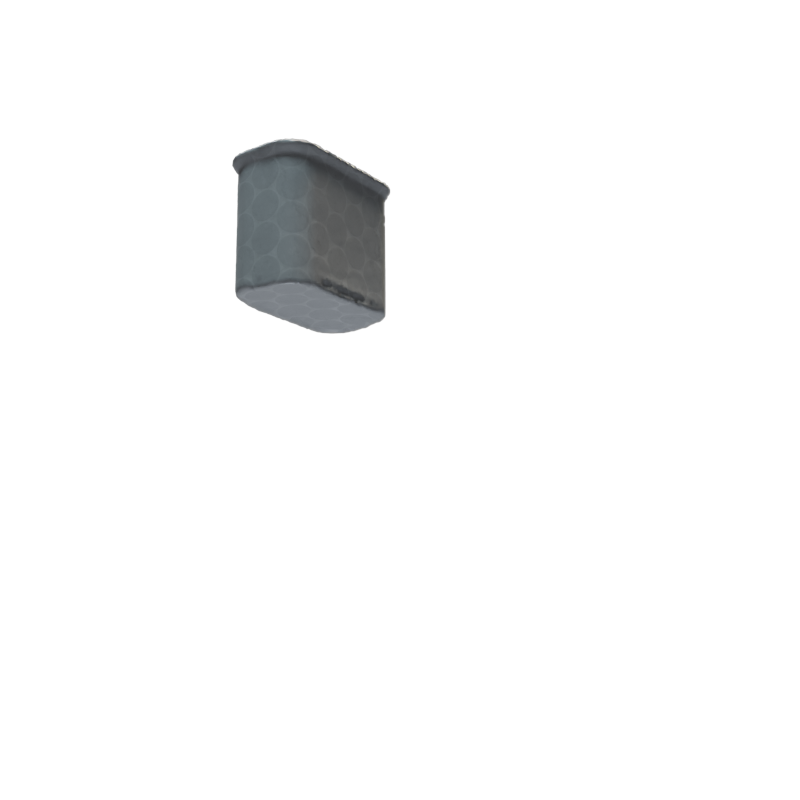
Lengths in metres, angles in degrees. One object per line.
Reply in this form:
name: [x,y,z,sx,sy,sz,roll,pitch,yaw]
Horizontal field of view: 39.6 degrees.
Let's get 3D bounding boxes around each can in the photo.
can: [-0.050,-0.091,0.640,0.058,0.088,0.096,-14,-21,34]
